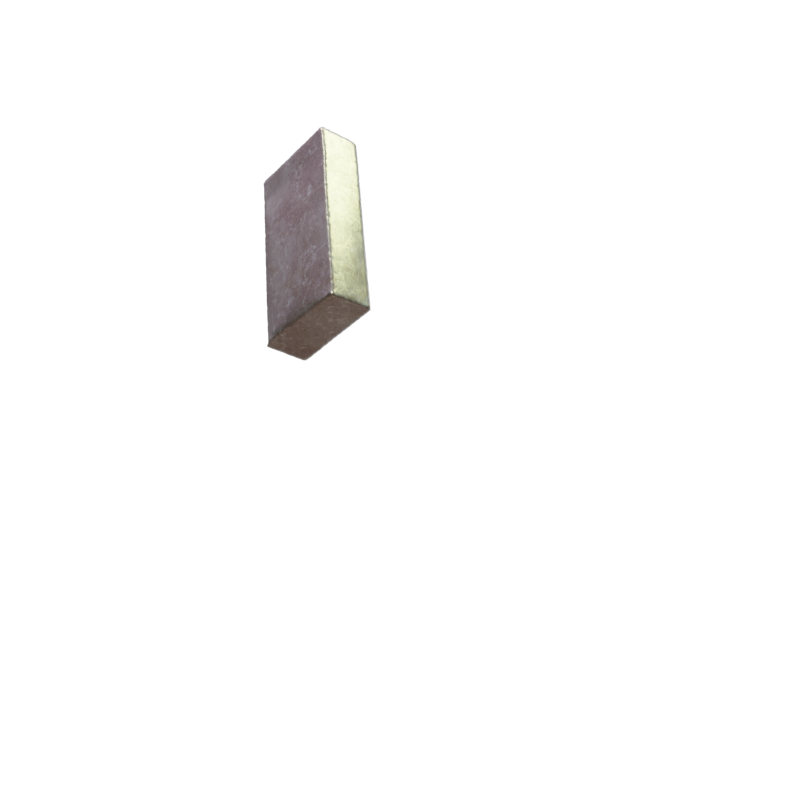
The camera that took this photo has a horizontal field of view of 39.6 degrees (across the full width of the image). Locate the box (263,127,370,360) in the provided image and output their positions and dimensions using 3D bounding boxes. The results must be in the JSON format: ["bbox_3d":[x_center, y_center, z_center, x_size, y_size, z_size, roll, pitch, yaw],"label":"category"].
[{"bbox_3d":[-0.072,-0.132,0.926,0.045,0.189,0.092,23,-42,-32],"label":"box"}]
